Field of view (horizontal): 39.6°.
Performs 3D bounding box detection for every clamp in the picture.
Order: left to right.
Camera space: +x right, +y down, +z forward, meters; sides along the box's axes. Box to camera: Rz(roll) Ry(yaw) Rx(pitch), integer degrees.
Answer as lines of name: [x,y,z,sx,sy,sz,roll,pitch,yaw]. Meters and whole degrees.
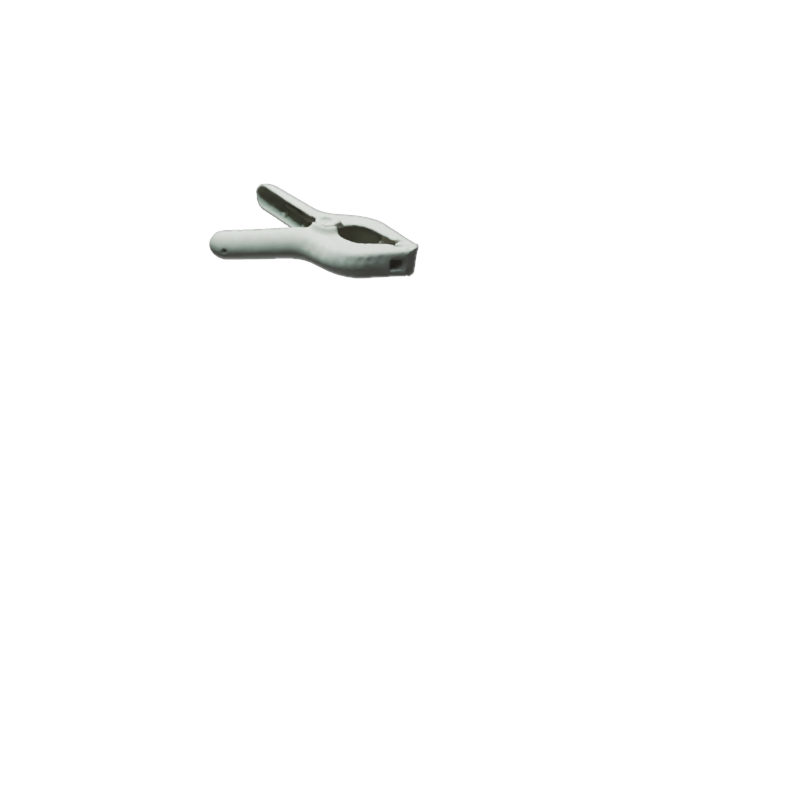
clamp: [-0.074,-0.135,0.945,0.178,0.037,0.123,18,42,21]
